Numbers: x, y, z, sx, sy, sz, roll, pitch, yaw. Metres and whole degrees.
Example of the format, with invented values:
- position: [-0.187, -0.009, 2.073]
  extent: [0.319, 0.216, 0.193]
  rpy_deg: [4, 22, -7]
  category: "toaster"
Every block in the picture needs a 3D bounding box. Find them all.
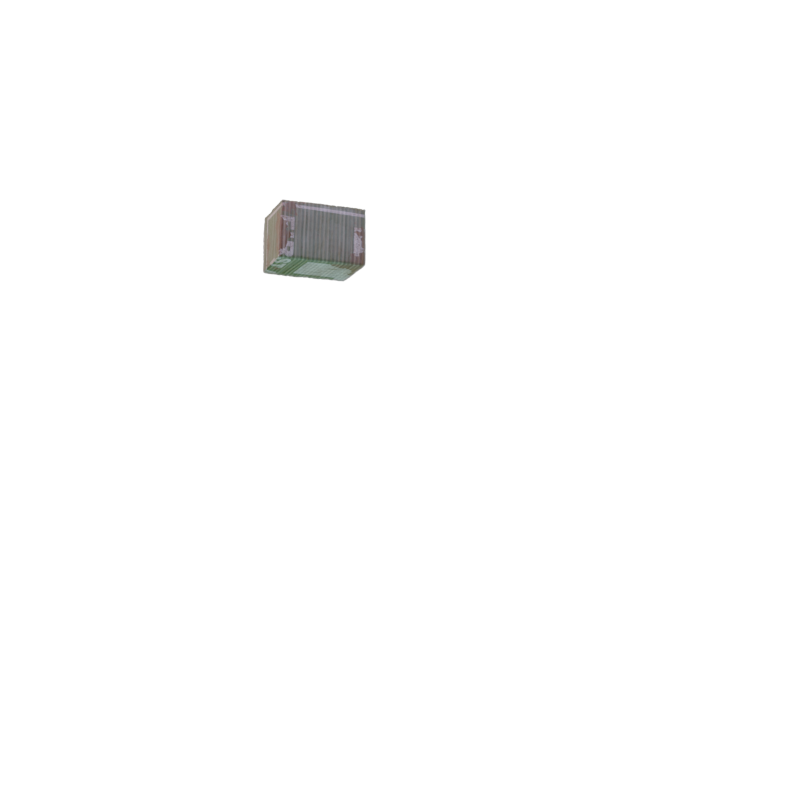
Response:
- position: [-0.074, -0.136, 0.950]
  extent: [0.076, 0.053, 0.052]
  rpy_deg: [4, -15, -20]
  category: "block"
